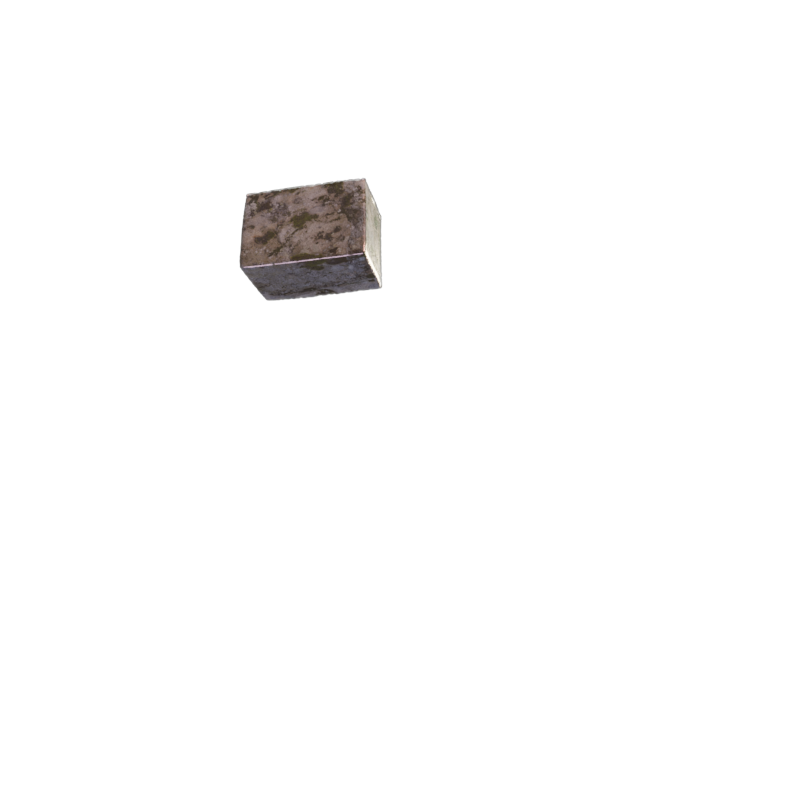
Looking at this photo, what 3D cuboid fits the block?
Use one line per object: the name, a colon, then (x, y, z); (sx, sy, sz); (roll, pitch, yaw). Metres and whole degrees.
block: (-0.053, -0.097, 0.682); (0.079, 0.054, 0.049); (-6, -24, 12)
